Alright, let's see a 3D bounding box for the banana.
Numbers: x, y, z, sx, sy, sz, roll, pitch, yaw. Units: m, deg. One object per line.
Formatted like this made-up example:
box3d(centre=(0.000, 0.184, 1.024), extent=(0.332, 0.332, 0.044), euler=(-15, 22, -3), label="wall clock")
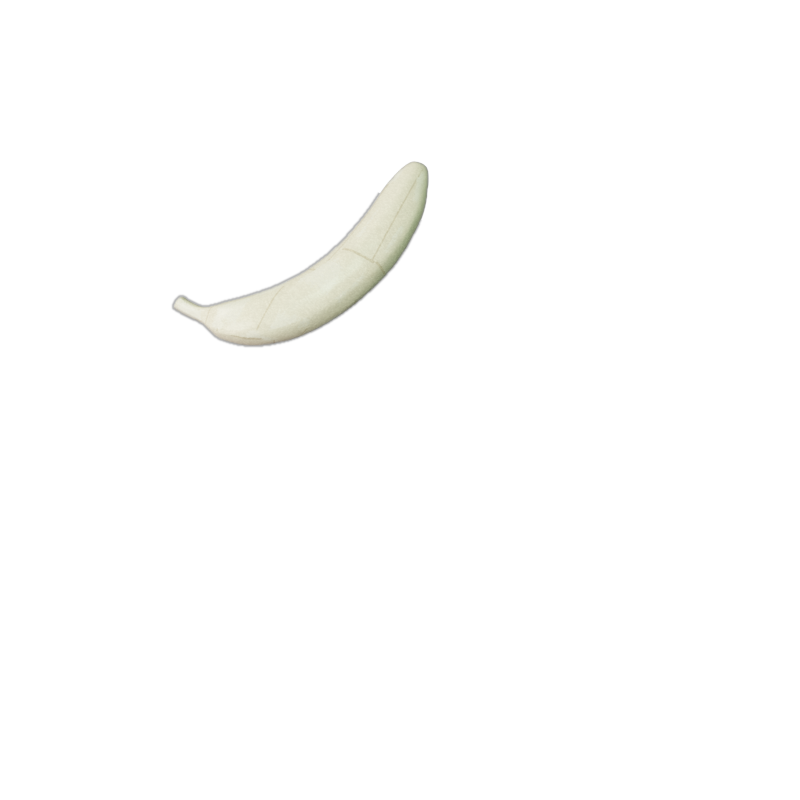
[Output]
box3d(centre=(-0.052, -0.089, 0.741), extent=(0.198, 0.072, 0.035), euler=(-31, -12, -9), label="banana")
